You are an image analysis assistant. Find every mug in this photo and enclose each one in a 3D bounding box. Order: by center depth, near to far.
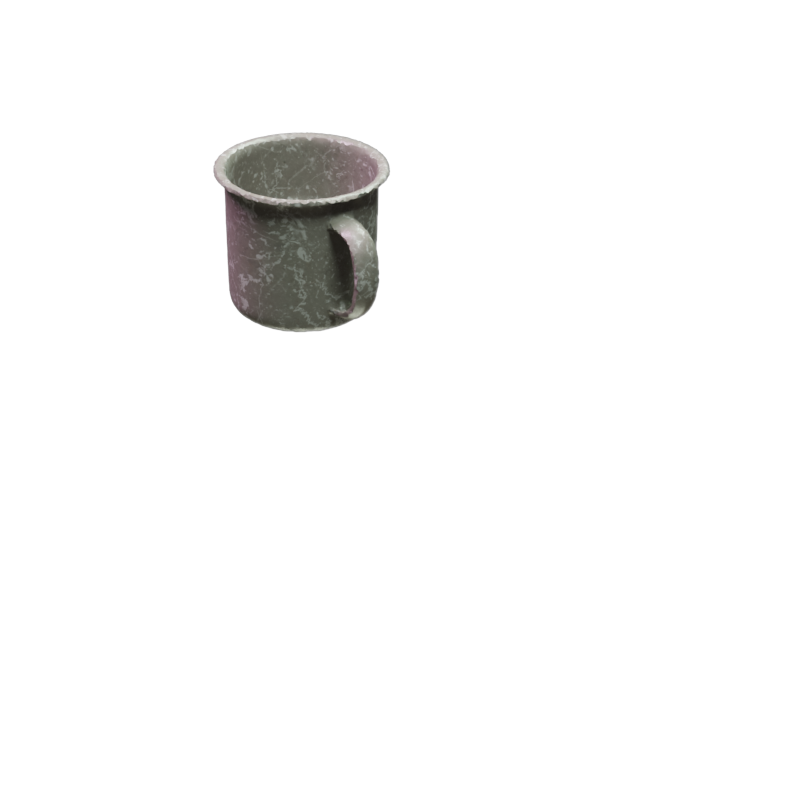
[{"bbox_3d":[-0.046,-0.085,0.593,0.092,0.077,0.126,-19,37,-28],"label":"mug"}]
